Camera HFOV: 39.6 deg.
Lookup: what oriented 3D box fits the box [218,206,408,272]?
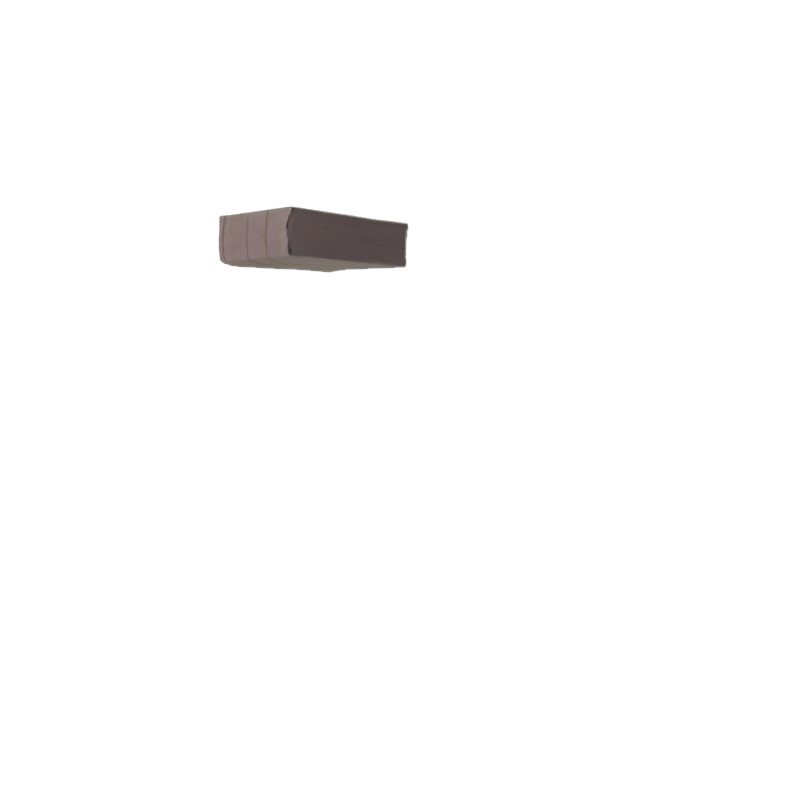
[{"bbox_3d":[-0.064,-0.117,0.819,0.109,0.039,0.093,-2,2,-41],"label":"box"}]
